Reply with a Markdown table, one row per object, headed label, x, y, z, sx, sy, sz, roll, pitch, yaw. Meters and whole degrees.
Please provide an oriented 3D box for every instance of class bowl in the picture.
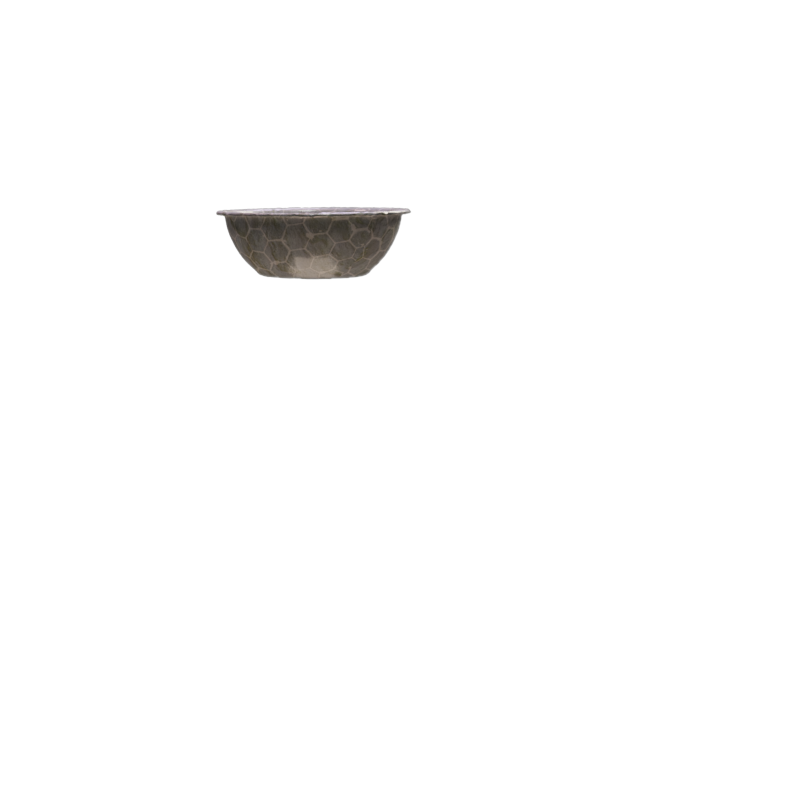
| label | x | y | z | sx | sy | sz | roll | pitch | yaw |
| --- | --- | --- | --- | --- | --- | --- | --- | --- | --- |
| bowl | -0.072 | -0.132 | 0.923 | 0.162 | 0.054 | 0.165 | 0 | 11 | -2 |
